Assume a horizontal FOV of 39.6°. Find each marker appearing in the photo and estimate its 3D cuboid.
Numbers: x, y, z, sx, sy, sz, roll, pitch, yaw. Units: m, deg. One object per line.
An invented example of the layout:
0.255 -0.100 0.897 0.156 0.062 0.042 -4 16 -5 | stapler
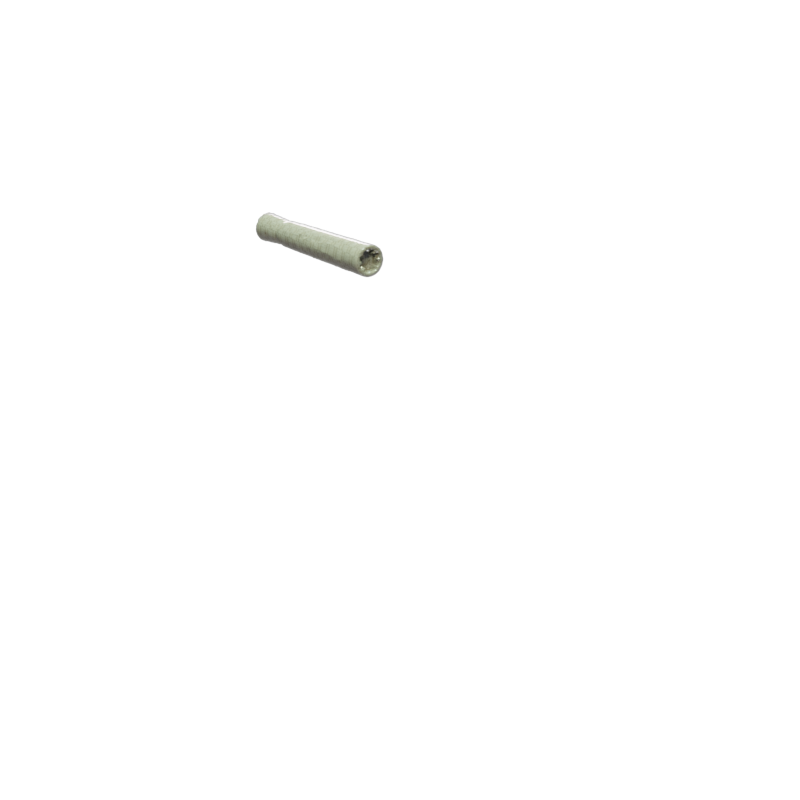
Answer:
-0.053 -0.096 0.672 0.019 0.019 0.128 -3 18 -35 | marker
